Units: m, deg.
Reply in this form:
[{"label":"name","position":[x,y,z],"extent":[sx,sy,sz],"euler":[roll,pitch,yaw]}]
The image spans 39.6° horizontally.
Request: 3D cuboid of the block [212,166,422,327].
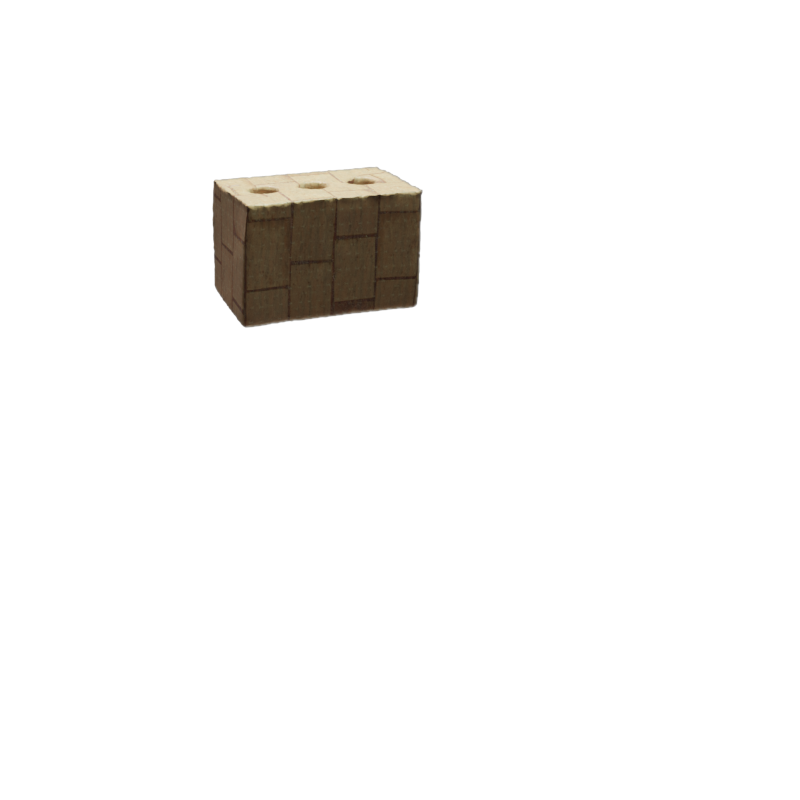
[{"label":"block","position":[-0.037,-0.067,0.471],"extent":[0.076,0.049,0.056],"euler":[-8,23,-21]}]
